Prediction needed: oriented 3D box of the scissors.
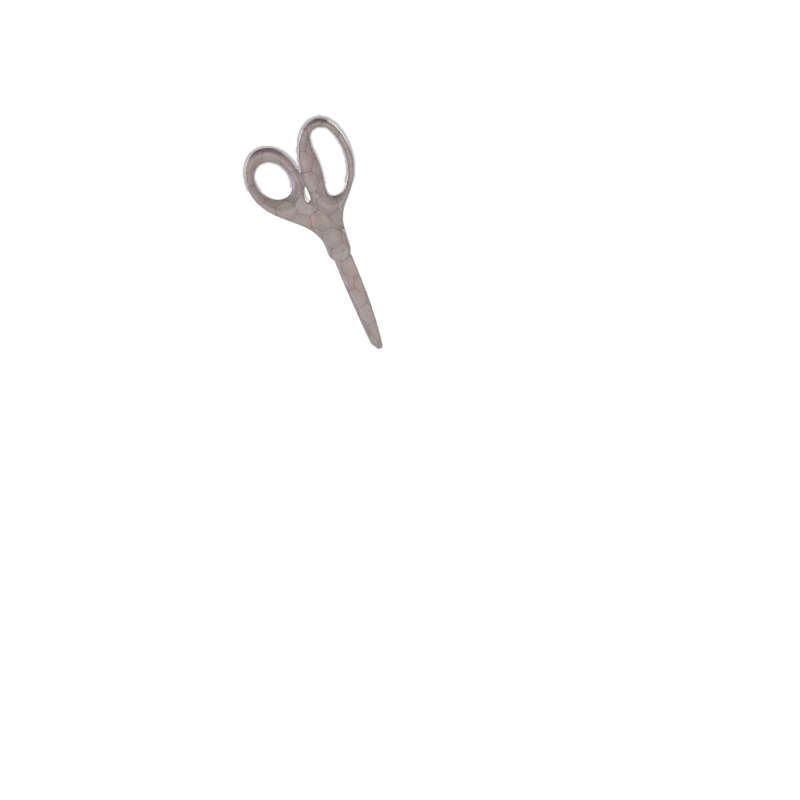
[{"bbox_3d":[-0.070,-0.128,0.894,0.096,0.192,0.016,-5,21,2],"label":"scissors"}]
